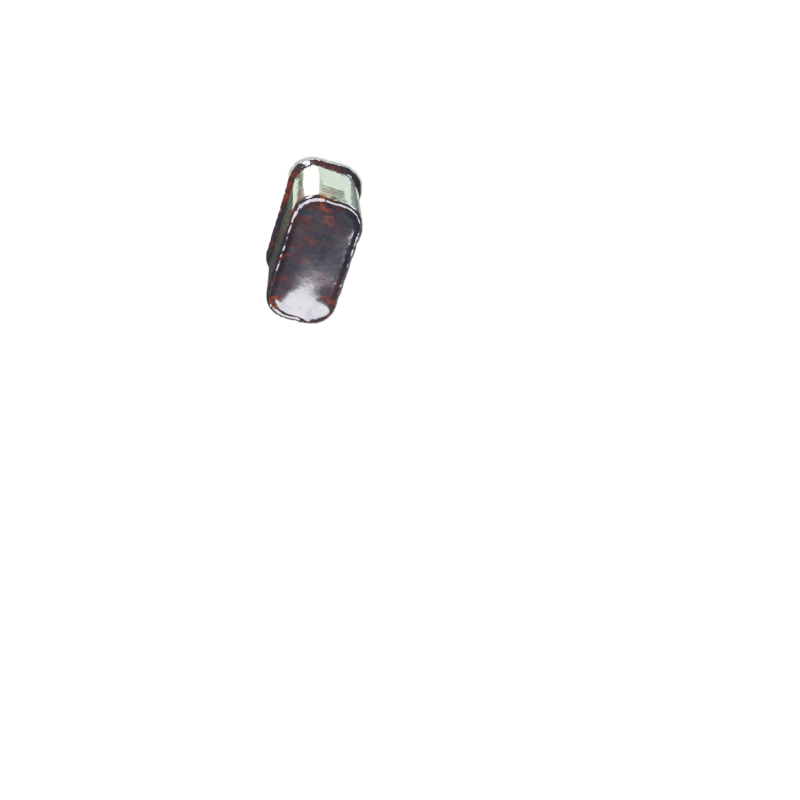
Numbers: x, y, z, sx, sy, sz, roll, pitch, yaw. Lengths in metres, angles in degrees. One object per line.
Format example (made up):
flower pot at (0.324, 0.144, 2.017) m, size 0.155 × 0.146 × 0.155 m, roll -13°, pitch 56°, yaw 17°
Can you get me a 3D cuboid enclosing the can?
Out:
can at (-0.064, -0.117, 0.820) m, size 0.057 × 0.098 × 0.088 m, roll 15°, pitch 23°, yaw -10°
